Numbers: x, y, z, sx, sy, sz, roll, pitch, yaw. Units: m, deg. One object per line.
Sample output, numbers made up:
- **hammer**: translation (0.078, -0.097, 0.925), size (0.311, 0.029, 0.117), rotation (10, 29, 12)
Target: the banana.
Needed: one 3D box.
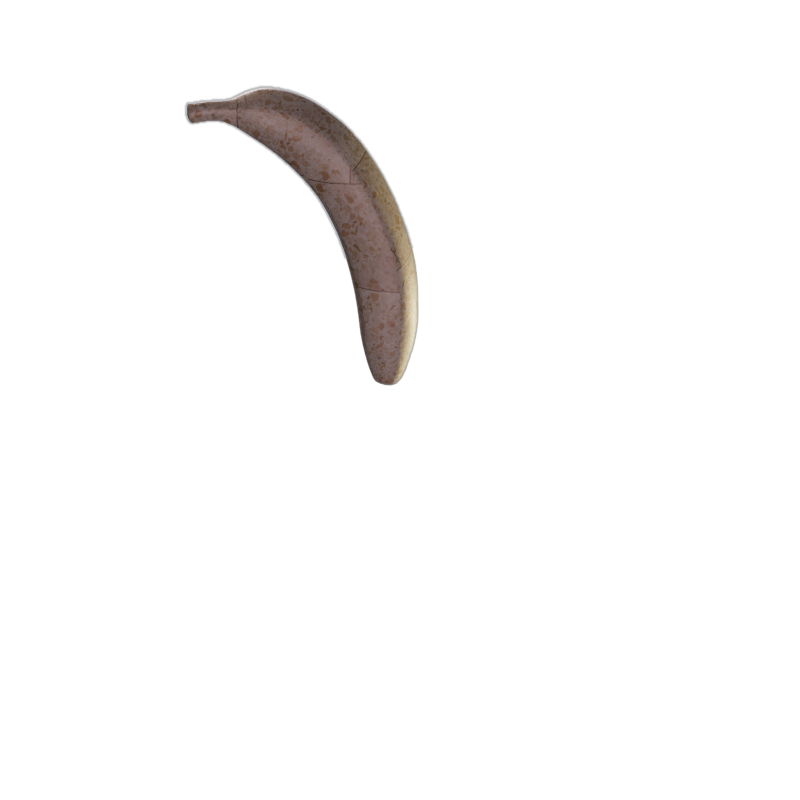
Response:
- **banana**: translation (-0.035, -0.101, 0.614), size (0.069, 0.191, 0.038), rotation (-33, 14, 9)
